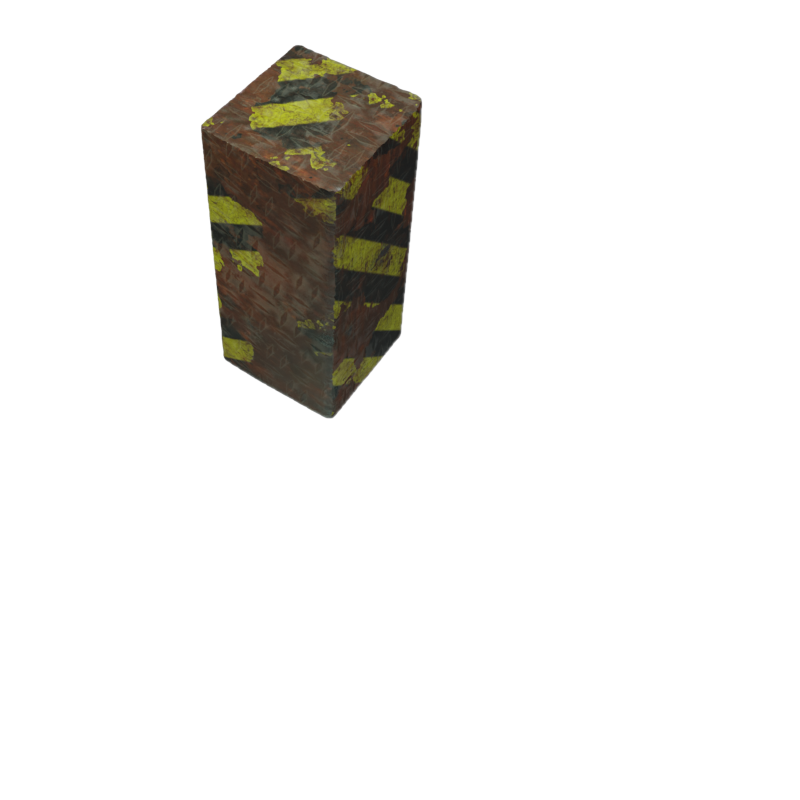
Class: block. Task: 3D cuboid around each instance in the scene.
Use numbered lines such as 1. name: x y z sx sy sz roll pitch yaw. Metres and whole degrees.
1. block: -0.052 -0.095 0.669 0.094 0.093 0.192 29 -34 18
